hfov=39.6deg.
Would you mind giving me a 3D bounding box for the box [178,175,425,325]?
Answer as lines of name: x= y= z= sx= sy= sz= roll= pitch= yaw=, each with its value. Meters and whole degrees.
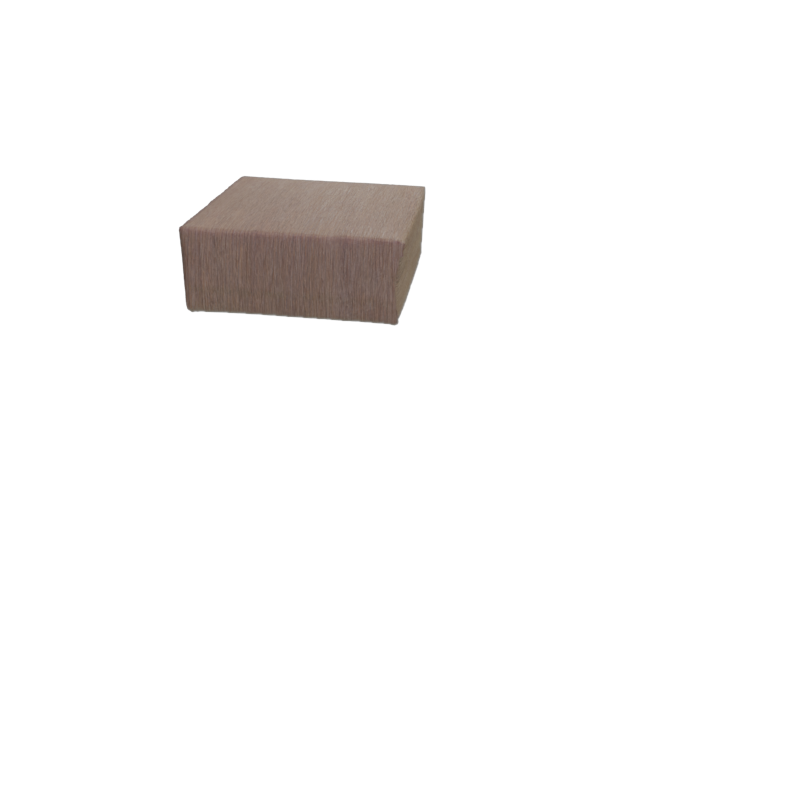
box: x=-0.038 y=-0.069 z=0.481 sx=0.091 sy=0.037 sz=0.117 roll=3 pitch=23 yaw=6
